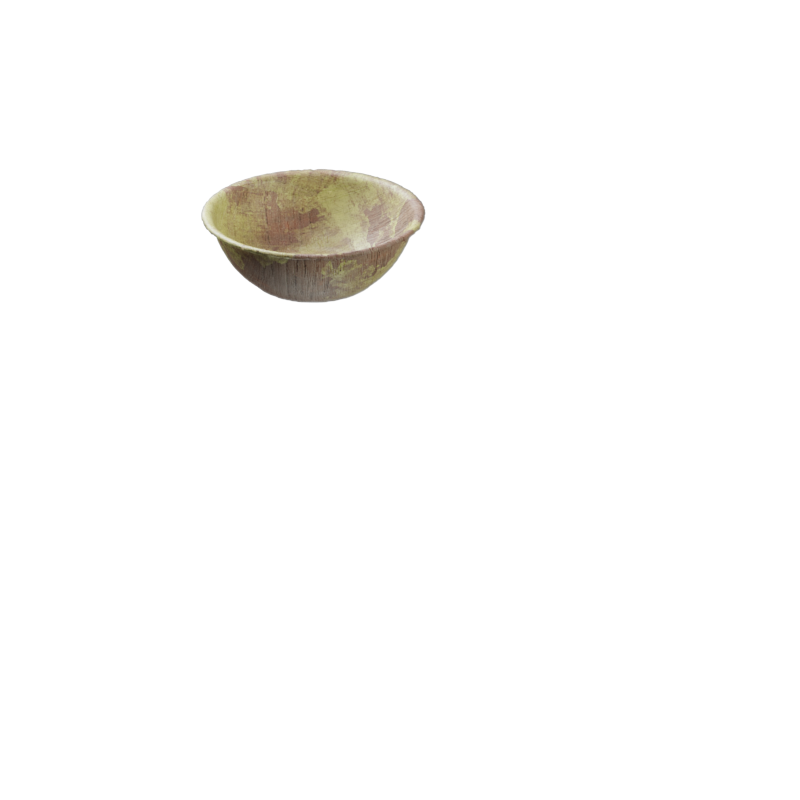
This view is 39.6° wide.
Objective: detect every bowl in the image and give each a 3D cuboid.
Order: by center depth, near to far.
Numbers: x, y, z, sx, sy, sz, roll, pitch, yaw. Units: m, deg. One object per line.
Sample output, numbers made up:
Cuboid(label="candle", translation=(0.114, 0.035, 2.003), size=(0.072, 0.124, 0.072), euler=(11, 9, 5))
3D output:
Cuboid(label="bowl", translation=(-0.064, -0.116, 0.813), size=(0.162, 0.052, 0.172), euler=(-1, 31, -2))
